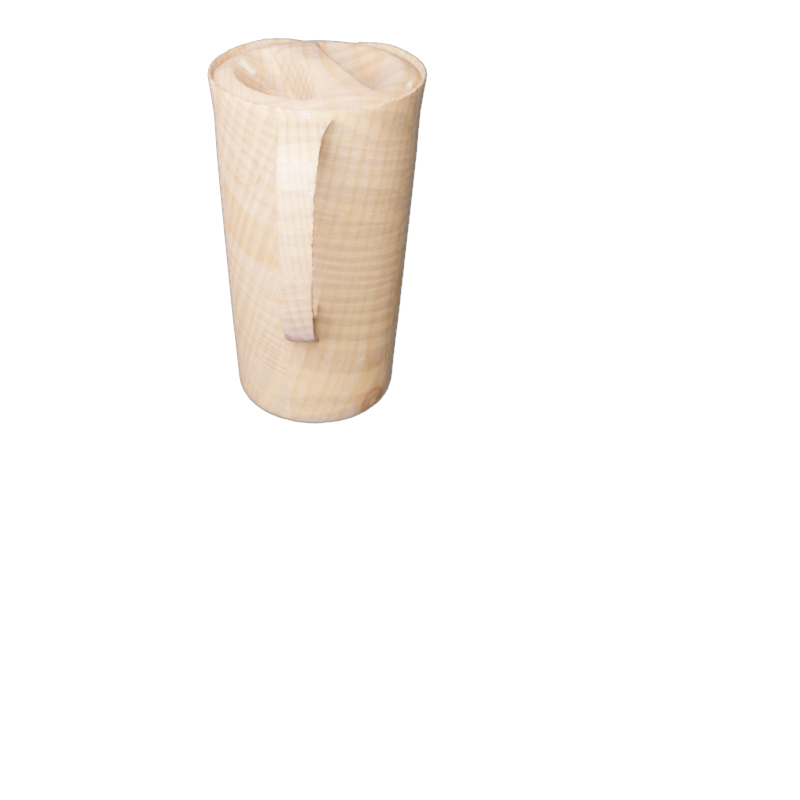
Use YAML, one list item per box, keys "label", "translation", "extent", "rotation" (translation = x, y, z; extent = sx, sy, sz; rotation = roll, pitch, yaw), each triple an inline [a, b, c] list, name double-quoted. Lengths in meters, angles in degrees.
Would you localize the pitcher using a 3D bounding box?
- label: "pitcher"
  translation: [-0.056, -0.103, 0.721]
  extent: [0.148, 0.228, 0.155]
  rotation: [-24, 40, -35]
